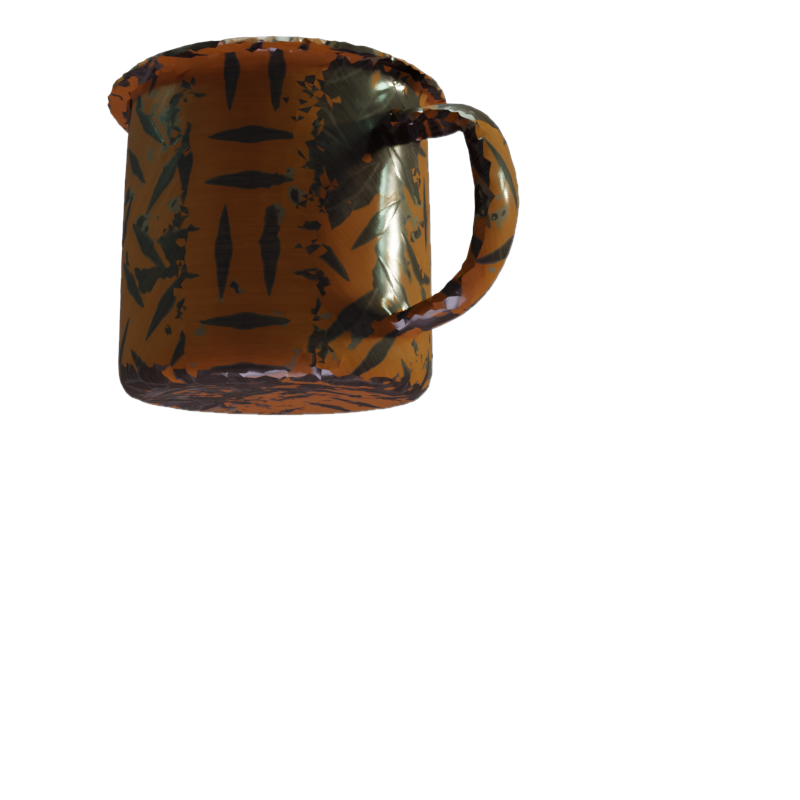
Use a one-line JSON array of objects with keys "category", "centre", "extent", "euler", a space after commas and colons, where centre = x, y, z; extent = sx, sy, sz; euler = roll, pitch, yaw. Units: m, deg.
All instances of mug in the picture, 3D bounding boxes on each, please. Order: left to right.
[{"category": "mug", "centre": [-0.023, -0.041, 0.290], "extent": [0.120, 0.084, 0.088], "euler": [-7, -13, 33]}]
